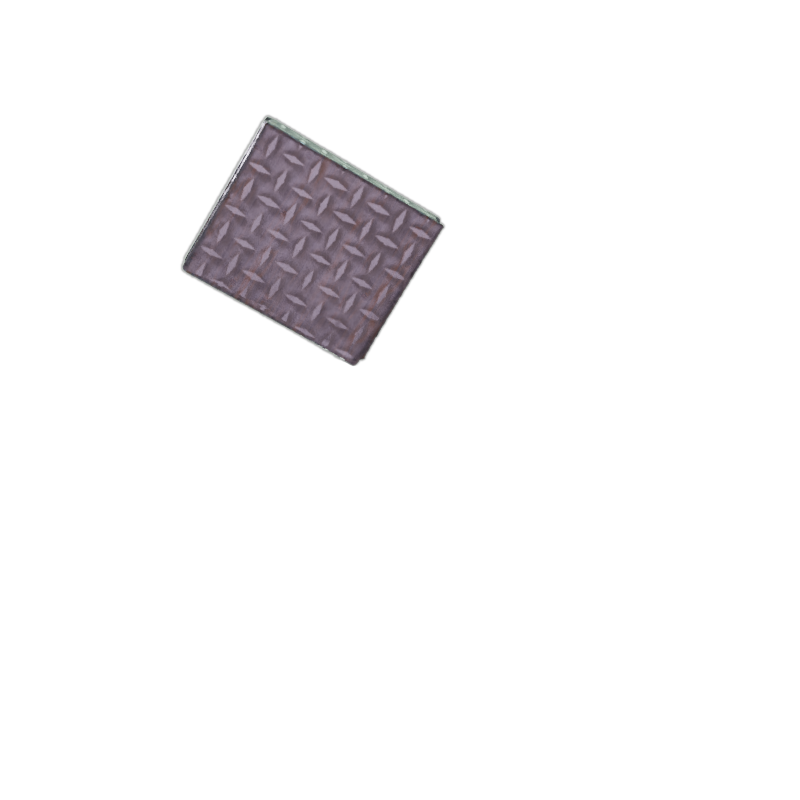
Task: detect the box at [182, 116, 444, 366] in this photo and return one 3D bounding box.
[{"bbox_3d":[-0.037,-0.068,0.477,0.088,0.072,0.031,30,11,-7],"label":"box"}]
